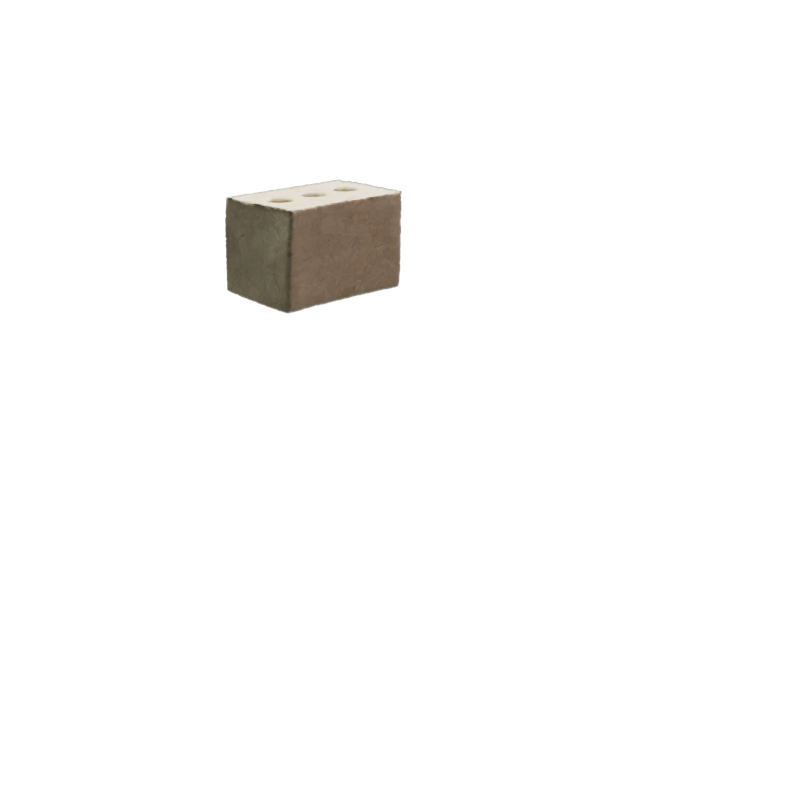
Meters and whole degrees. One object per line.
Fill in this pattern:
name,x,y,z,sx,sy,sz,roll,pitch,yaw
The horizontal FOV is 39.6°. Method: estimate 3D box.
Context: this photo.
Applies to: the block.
block,-0.045,-0.081,0.569,0.076,0.049,0.056,-17,25,-41
